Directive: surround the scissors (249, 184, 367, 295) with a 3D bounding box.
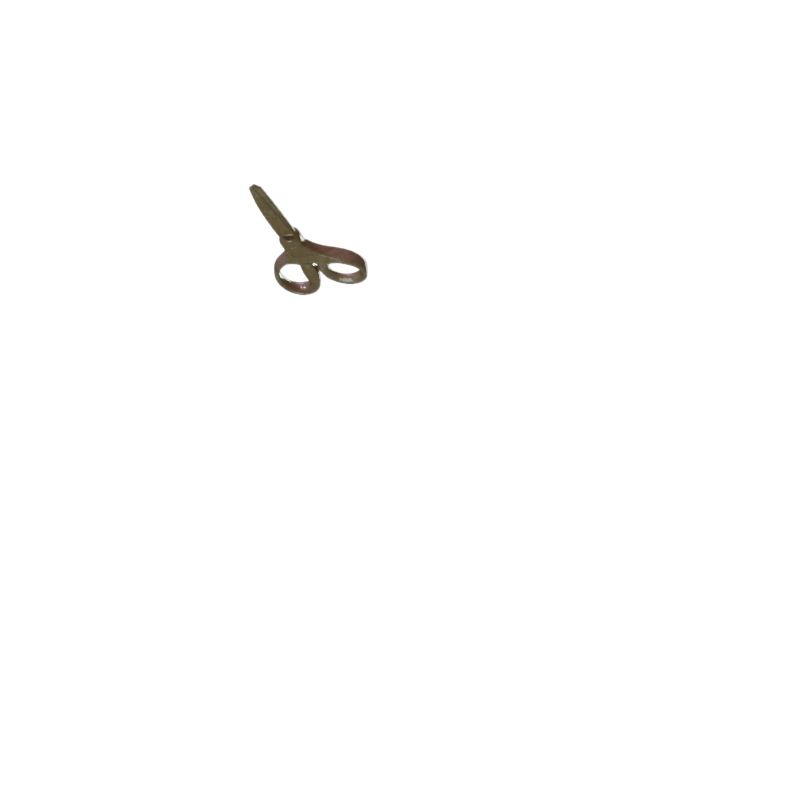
[{"bbox_3d":[-0.076,-0.139,0.975,0.096,0.017,0.191,0,-20,-1],"label":"scissors"}]
